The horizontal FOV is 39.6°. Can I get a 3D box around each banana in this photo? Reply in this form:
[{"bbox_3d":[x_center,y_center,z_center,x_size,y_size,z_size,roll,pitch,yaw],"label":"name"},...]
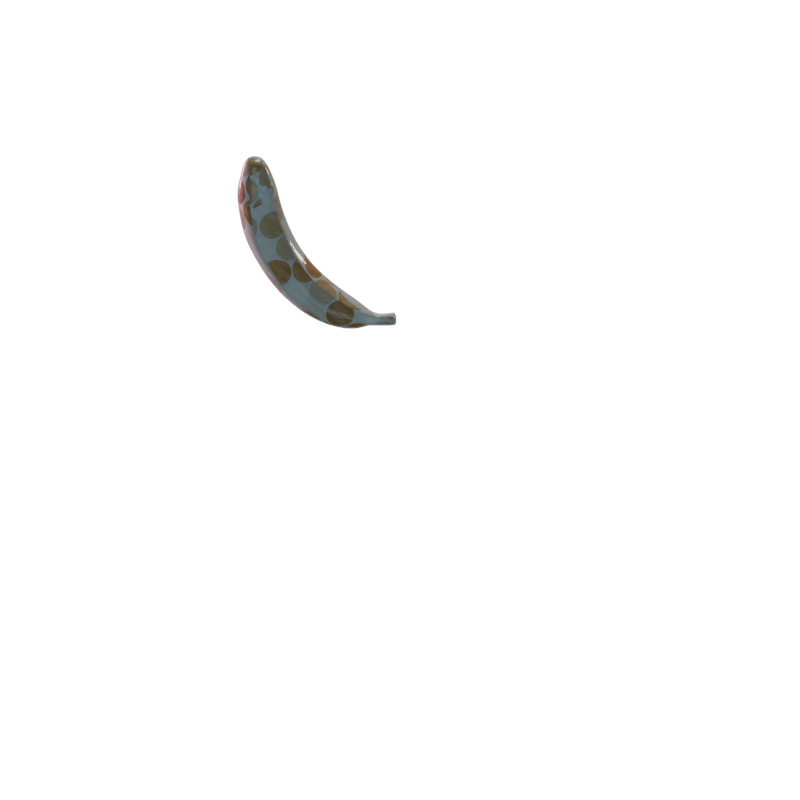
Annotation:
[{"bbox_3d":[-0.086,-0.122,0.941,0.069,0.186,0.039,-33,27,19],"label":"banana"}]
